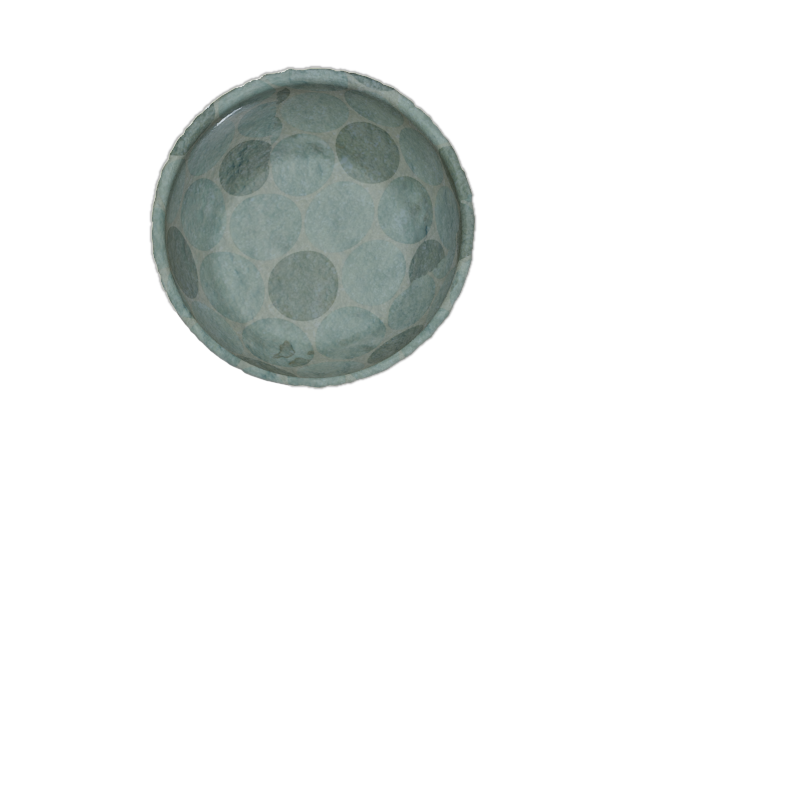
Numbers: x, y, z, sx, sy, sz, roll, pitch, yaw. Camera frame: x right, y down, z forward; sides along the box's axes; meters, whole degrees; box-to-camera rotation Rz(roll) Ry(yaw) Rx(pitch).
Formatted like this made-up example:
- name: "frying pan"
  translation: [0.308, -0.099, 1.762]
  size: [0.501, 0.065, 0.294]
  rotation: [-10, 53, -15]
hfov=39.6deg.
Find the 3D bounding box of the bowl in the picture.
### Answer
- name: "bowl"
  translation: [-0.041, -0.075, 0.527]
  size: [0.162, 0.157, 0.057]
  rotation: [0, 13, -1]
